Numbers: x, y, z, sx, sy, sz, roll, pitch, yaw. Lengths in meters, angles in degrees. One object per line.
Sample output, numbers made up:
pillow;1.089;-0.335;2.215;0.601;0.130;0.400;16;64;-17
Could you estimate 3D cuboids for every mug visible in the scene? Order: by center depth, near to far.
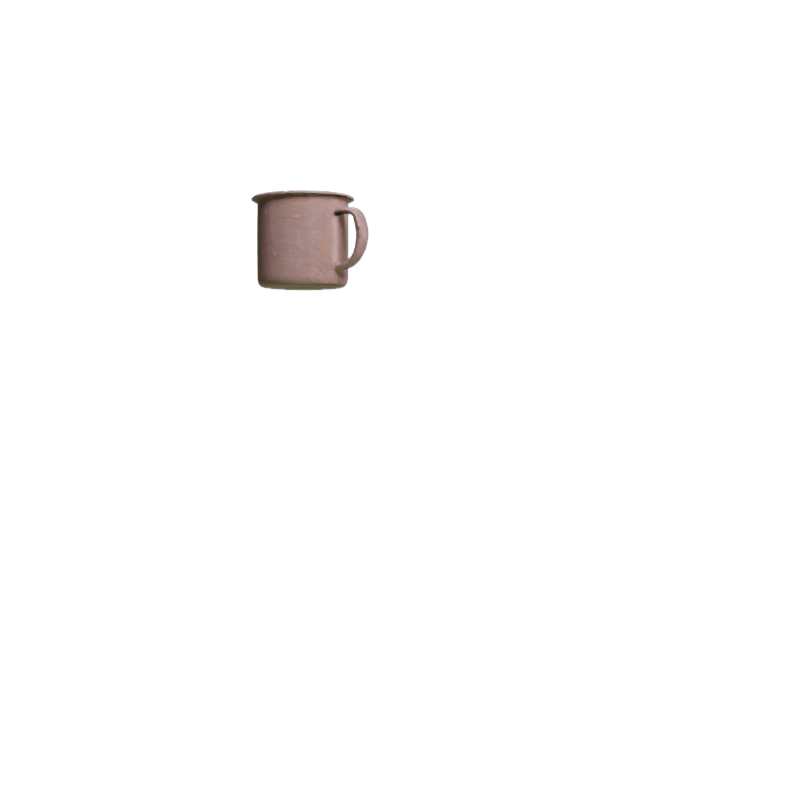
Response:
mug;-0.078;-0.141;0.990;0.121;0.082;0.089;-1;-2;35
